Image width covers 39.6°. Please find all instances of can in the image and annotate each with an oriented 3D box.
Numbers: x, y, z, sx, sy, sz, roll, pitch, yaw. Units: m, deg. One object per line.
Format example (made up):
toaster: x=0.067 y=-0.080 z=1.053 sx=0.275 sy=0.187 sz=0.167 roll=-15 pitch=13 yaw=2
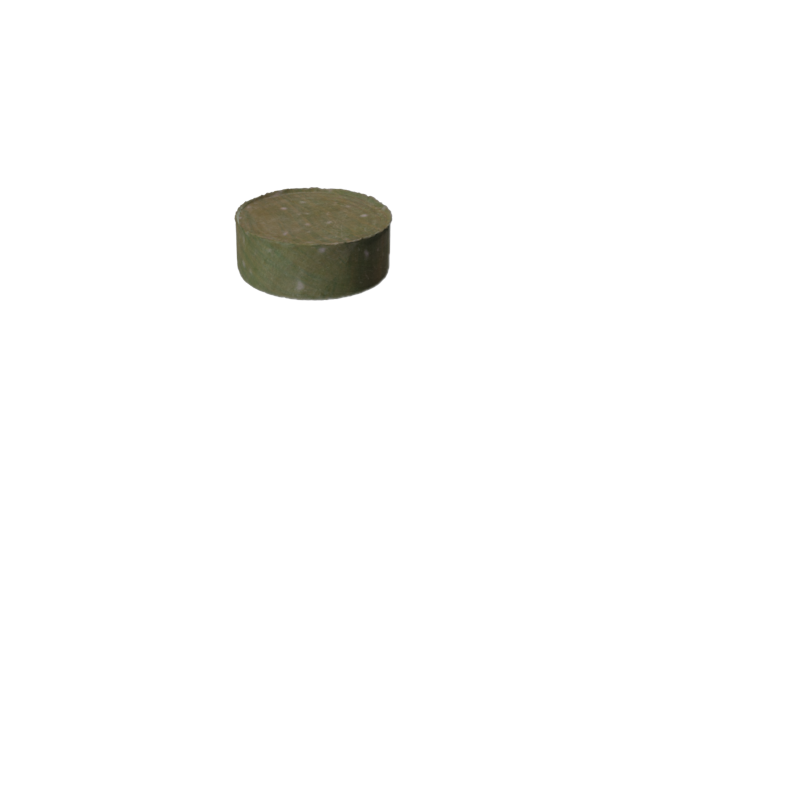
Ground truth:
can: x=-0.048 y=-0.087 z=0.609 sx=0.086 sy=0.032 sz=0.091 roll=-1 pitch=29 yaw=-2
